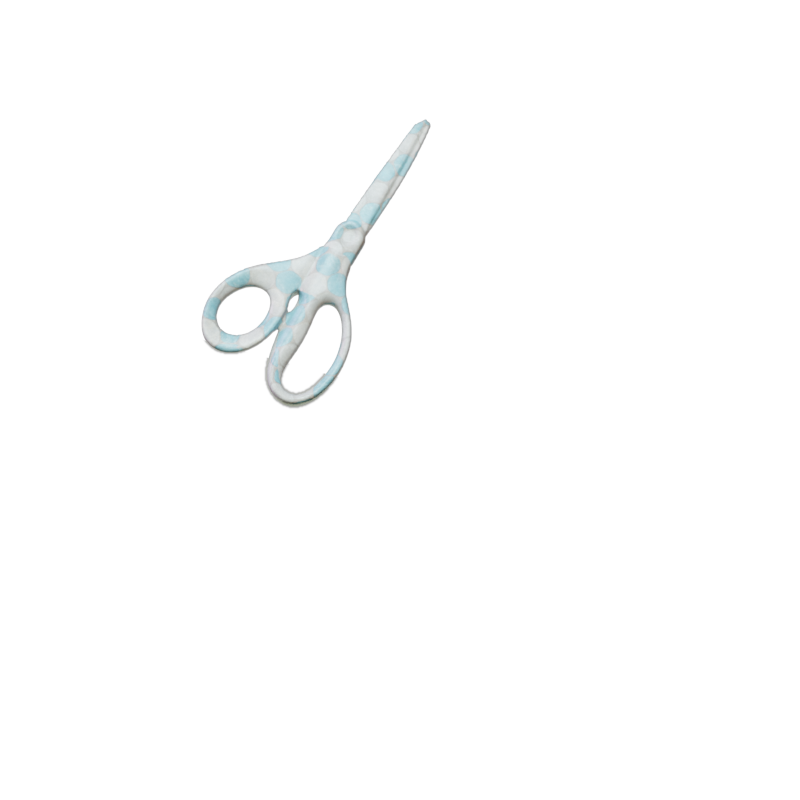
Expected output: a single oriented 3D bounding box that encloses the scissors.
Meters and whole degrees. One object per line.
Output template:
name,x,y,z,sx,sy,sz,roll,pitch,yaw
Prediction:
scissors,-0.052,-0.094,0.660,0.097,0.211,0.015,13,-24,6
